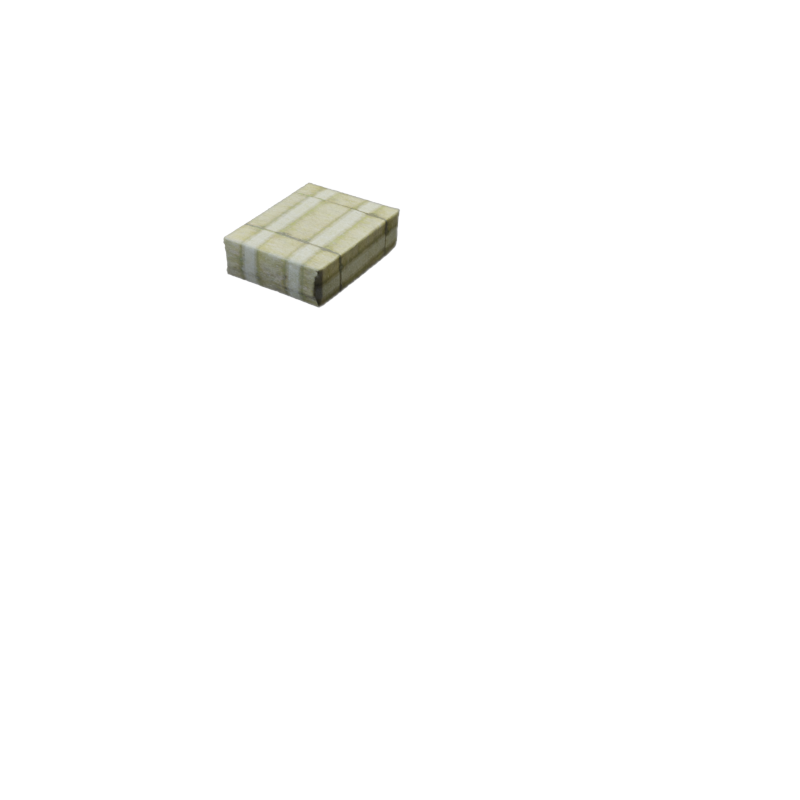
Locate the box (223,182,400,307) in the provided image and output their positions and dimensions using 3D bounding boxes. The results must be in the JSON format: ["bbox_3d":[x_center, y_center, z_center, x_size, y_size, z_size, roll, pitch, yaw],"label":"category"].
[{"bbox_3d":[-0.067,-0.122,0.856,0.095,0.036,0.115,20,39,27],"label":"box"}]
